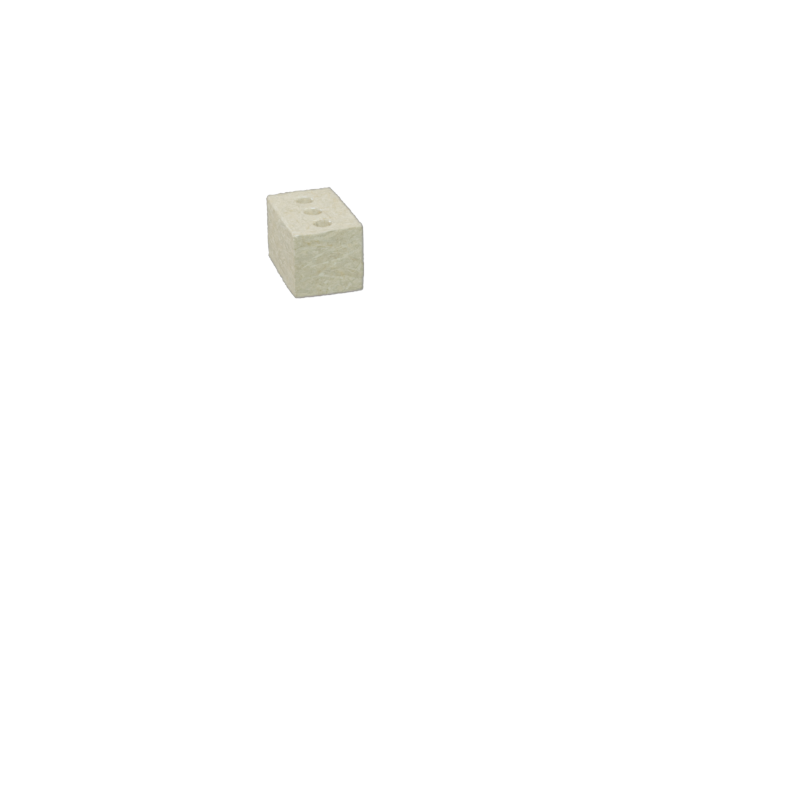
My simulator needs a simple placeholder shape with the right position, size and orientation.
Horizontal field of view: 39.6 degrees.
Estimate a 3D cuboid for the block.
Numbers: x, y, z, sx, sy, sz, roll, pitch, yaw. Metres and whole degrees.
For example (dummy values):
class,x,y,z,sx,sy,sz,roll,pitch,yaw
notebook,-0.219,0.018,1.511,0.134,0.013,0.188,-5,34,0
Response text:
class,x,y,z,sx,sy,sz,roll,pitch,yaw
block,-0.063,-0.116,0.811,0.052,0.048,0.084,-9,32,-18
